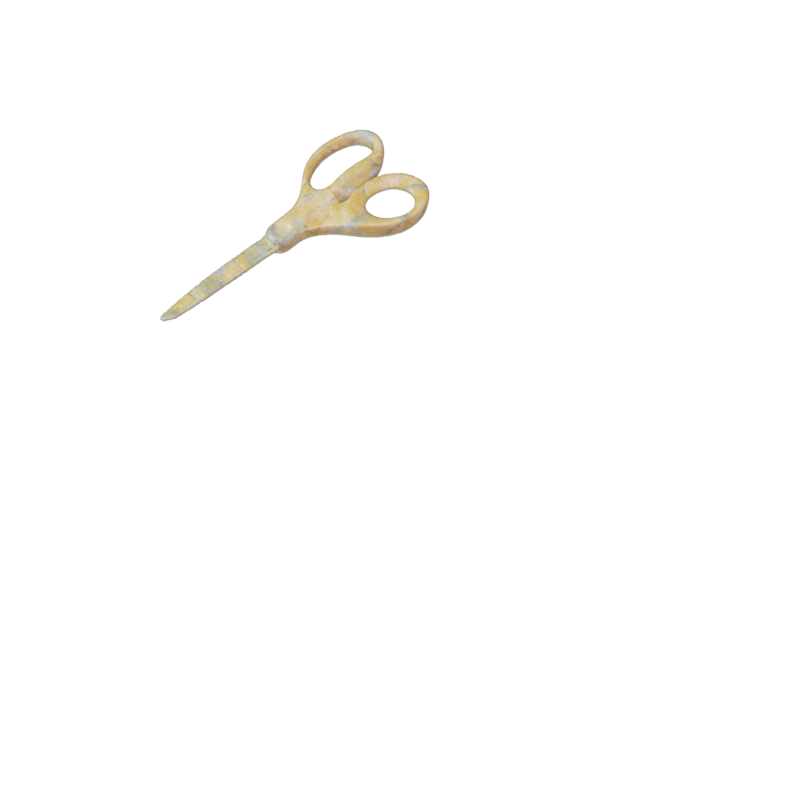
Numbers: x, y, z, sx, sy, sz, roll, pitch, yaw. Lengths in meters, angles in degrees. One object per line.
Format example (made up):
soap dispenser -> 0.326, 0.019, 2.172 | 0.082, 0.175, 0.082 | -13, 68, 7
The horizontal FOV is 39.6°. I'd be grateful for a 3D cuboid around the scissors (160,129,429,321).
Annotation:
scissors -> -0.055, -0.101, 0.709 | 0.100, 0.208, 0.015 | 24, -33, 16
